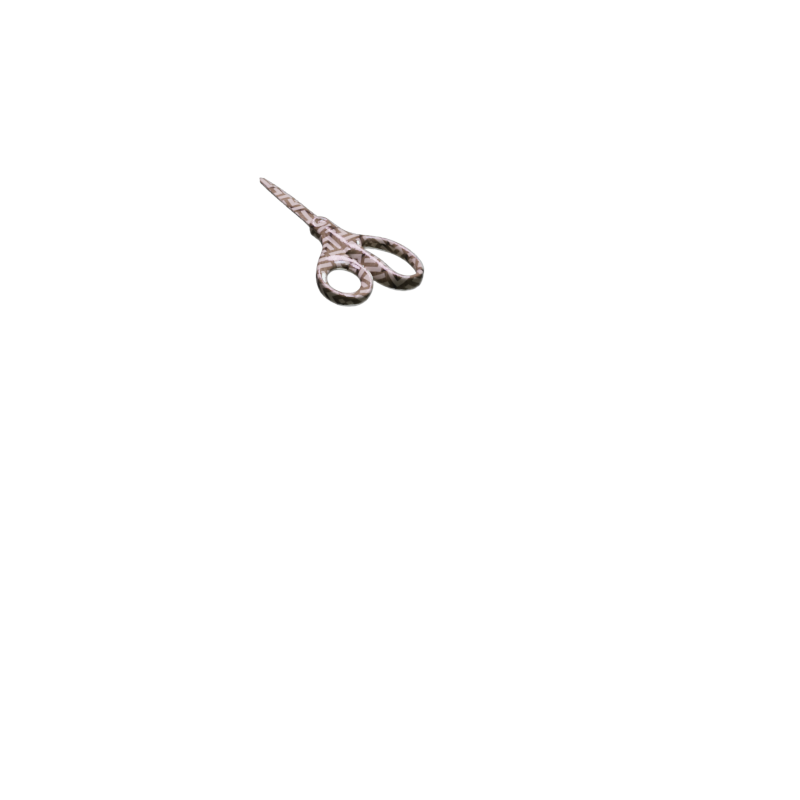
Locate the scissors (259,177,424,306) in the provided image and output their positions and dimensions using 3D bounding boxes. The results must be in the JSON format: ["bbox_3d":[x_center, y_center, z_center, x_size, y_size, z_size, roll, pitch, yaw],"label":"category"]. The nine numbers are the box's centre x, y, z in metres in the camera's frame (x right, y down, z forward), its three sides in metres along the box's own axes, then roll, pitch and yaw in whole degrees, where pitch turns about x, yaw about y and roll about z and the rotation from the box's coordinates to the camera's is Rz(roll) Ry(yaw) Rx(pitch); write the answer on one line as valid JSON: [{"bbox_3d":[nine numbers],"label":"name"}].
[{"bbox_3d":[-0.074,-0.134,0.941,0.214,0.015,0.097,28,48,29],"label":"scissors"}]
